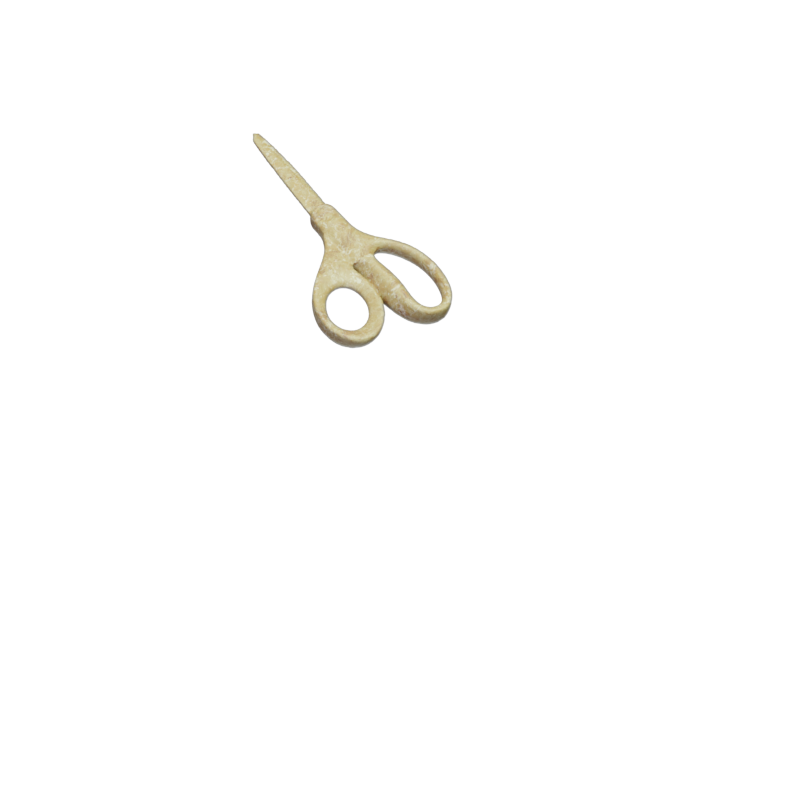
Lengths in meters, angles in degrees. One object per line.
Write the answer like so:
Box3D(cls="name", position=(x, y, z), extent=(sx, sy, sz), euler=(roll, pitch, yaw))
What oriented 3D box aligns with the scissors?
Box3D(cls="scissors", position=(-0.057, -0.105, 0.732), extent=(0.214, 0.015, 0.097), euler=(37, 61, 25))
